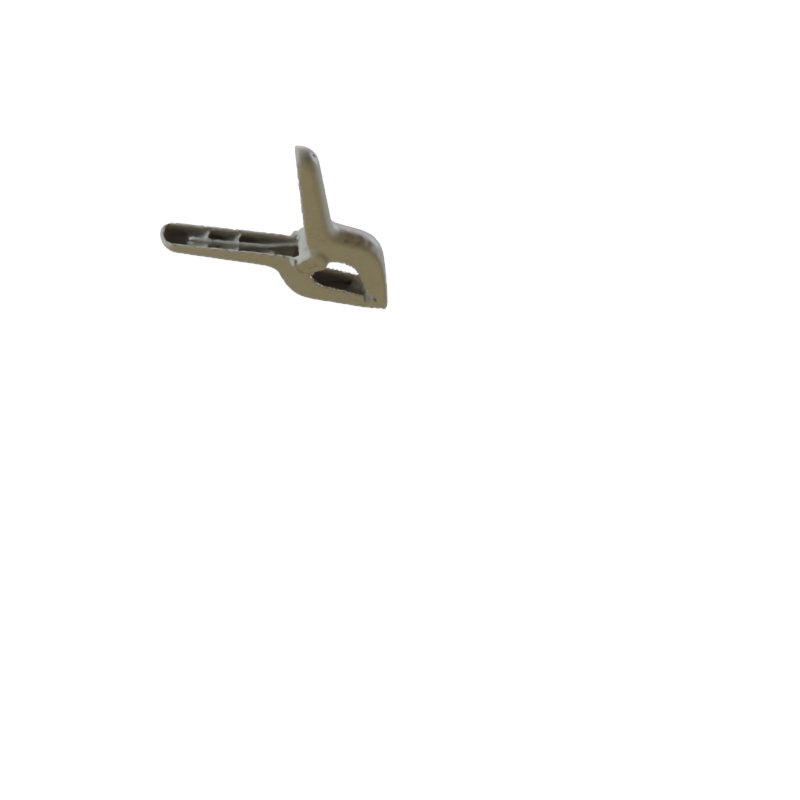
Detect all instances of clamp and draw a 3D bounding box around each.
[{"bbox_3d":[-0.074,-0.134,0.939,0.197,0.039,0.164,25,-39,-36],"label":"clamp"}]
